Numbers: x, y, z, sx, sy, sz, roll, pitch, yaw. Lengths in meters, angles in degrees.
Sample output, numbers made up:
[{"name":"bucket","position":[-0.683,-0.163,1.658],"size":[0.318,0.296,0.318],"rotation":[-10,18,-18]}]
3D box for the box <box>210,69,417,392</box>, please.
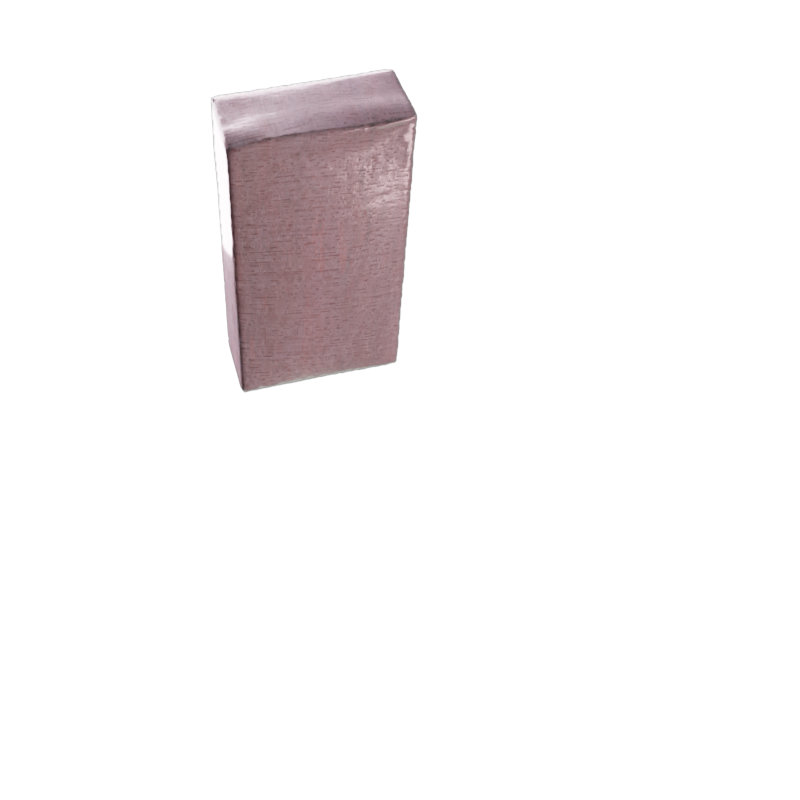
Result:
[{"name":"box","position":[-0.045,-0.081,0.572],"size":[0.092,0.052,0.164],"rotation":[-11,-38,-12]}]
